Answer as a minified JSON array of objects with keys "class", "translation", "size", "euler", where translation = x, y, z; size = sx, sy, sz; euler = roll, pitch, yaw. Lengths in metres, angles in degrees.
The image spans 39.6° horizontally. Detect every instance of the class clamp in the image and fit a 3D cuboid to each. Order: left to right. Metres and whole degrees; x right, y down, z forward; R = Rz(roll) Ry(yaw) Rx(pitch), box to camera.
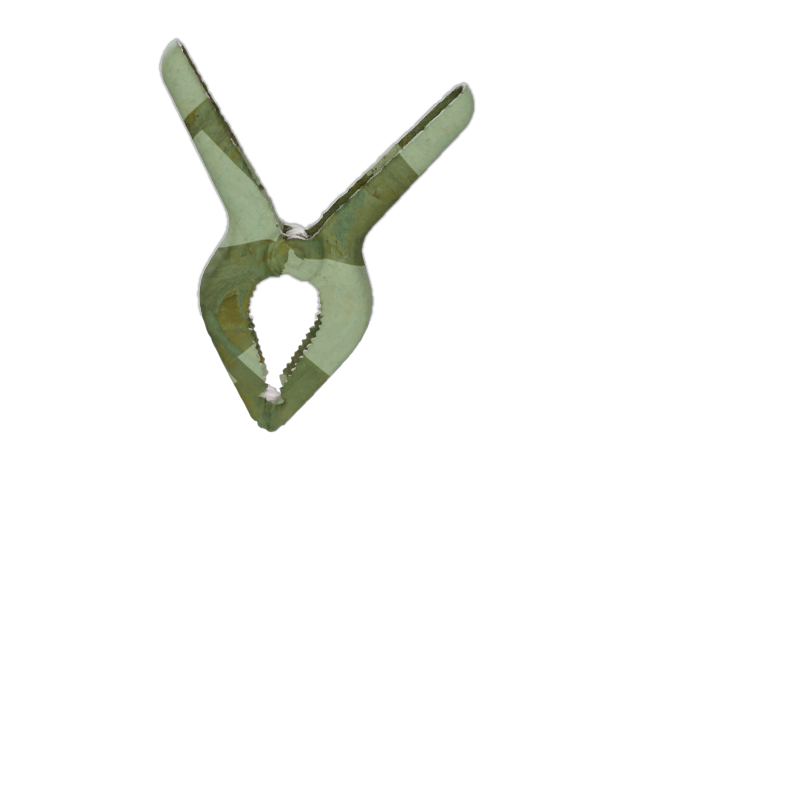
[{"class":"clamp","translation":[-0.047,-0.085,0.599],"size":[0.164,0.204,0.037],"euler":[2,13,-1]}]
